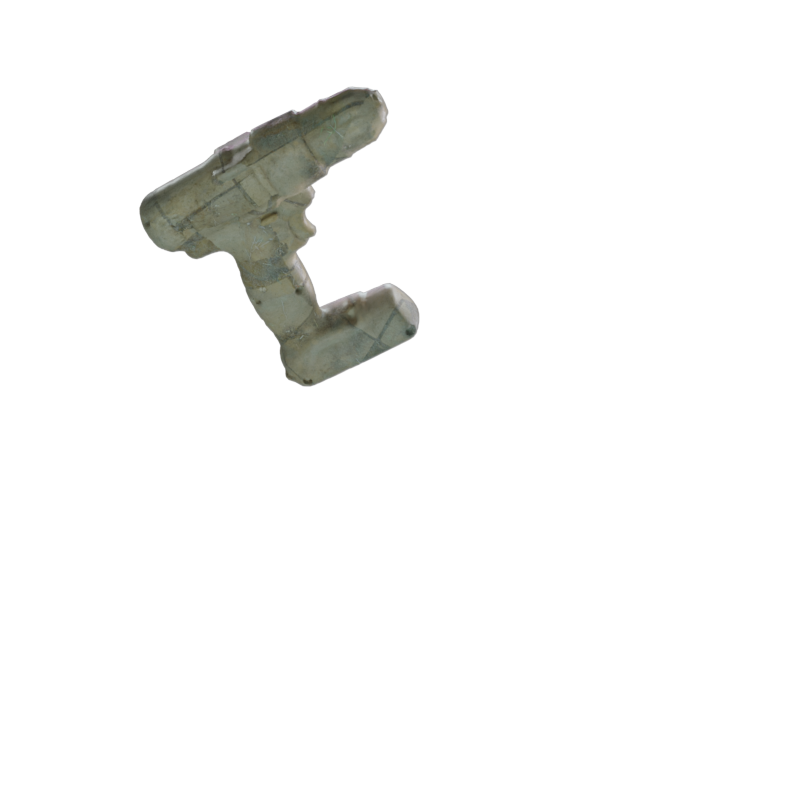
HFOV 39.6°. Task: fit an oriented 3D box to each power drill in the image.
[{"bbox_3d":[-0.061,-0.111,0.775,0.185,0.176,0.061,-25,28,14],"label":"power drill"}]
